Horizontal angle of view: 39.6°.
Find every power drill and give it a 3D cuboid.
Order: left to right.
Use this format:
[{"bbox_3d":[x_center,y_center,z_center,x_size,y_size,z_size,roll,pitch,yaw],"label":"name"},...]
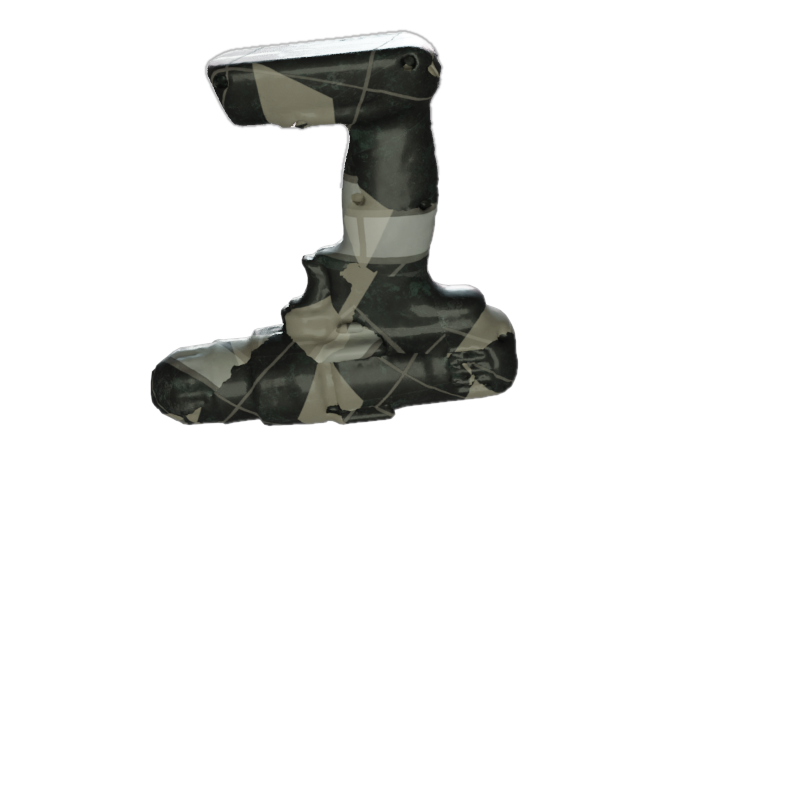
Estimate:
[{"bbox_3d":[-0.042,-0.076,0.535,0.185,0.179,0.060,-7,21,2],"label":"power drill"}]
